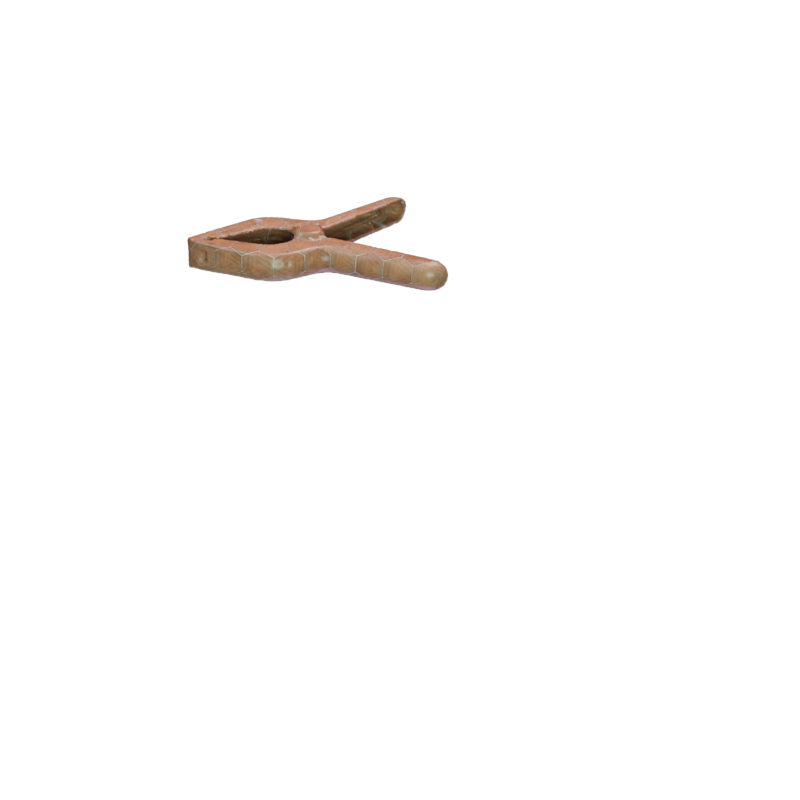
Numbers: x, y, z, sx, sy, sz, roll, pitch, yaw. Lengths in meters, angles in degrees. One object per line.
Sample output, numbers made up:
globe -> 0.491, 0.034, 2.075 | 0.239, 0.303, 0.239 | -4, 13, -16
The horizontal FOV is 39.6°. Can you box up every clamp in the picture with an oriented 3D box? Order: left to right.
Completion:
clamp -> -0.074, -0.135, 0.946 | 0.209, 0.034, 0.174 | -1, 28, -3
